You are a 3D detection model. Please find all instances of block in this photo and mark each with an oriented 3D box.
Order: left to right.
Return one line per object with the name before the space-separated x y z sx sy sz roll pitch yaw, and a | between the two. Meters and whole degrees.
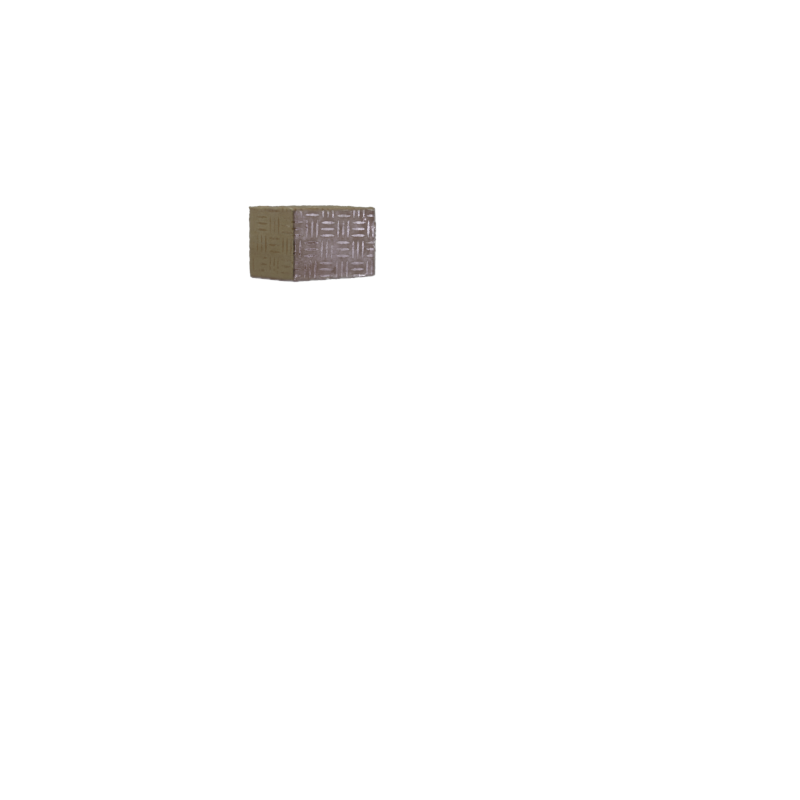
block | -0.062 -0.113 0.789 0.075 0.051 0.055 -7 10 -41
